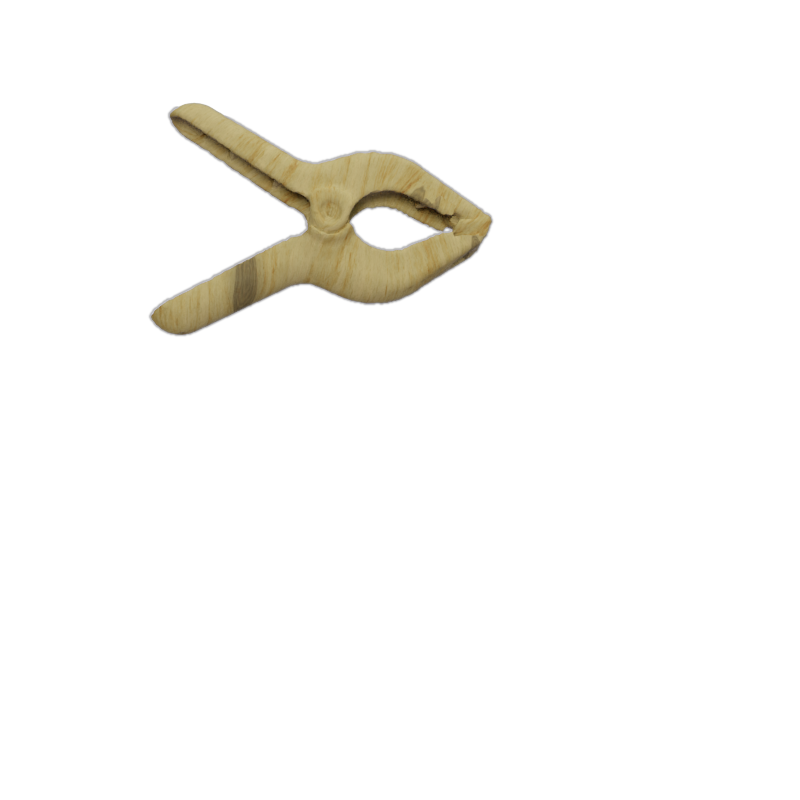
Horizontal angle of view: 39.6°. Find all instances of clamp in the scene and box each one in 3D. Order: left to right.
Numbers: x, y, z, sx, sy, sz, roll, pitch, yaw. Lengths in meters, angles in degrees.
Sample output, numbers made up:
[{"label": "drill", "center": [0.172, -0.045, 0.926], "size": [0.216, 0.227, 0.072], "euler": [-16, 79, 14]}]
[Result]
[{"label": "clamp", "center": [-0.043, -0.079, 0.555], "size": [0.172, 0.123, 0.038], "euler": [11, -12, 2]}]
